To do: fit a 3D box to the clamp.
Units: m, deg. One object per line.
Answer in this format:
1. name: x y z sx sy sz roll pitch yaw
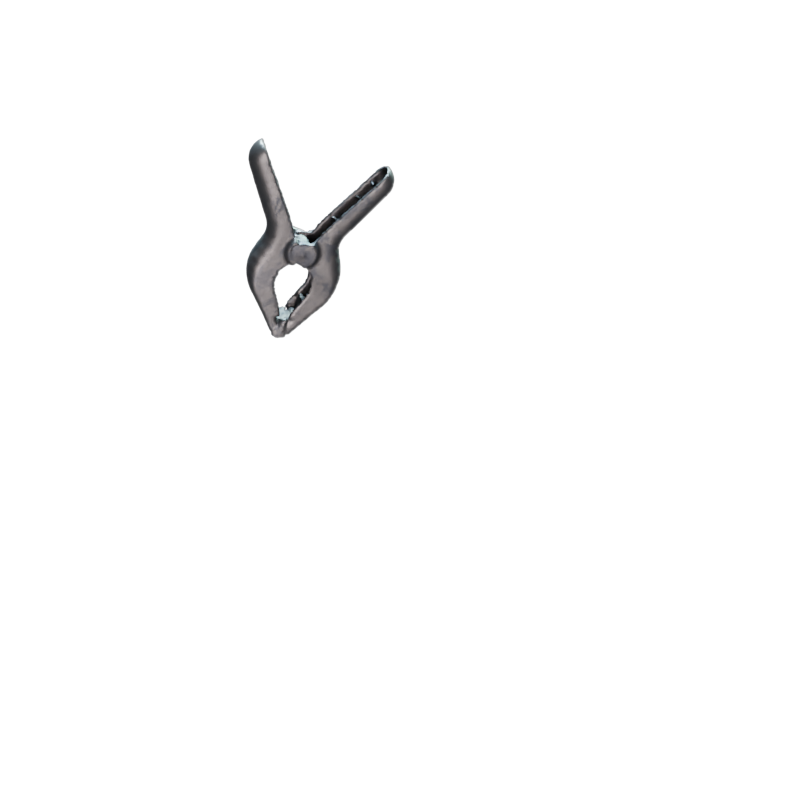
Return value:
1. clamp: -0.072 -0.132 0.924 0.119 0.163 0.041 7 27 -4
